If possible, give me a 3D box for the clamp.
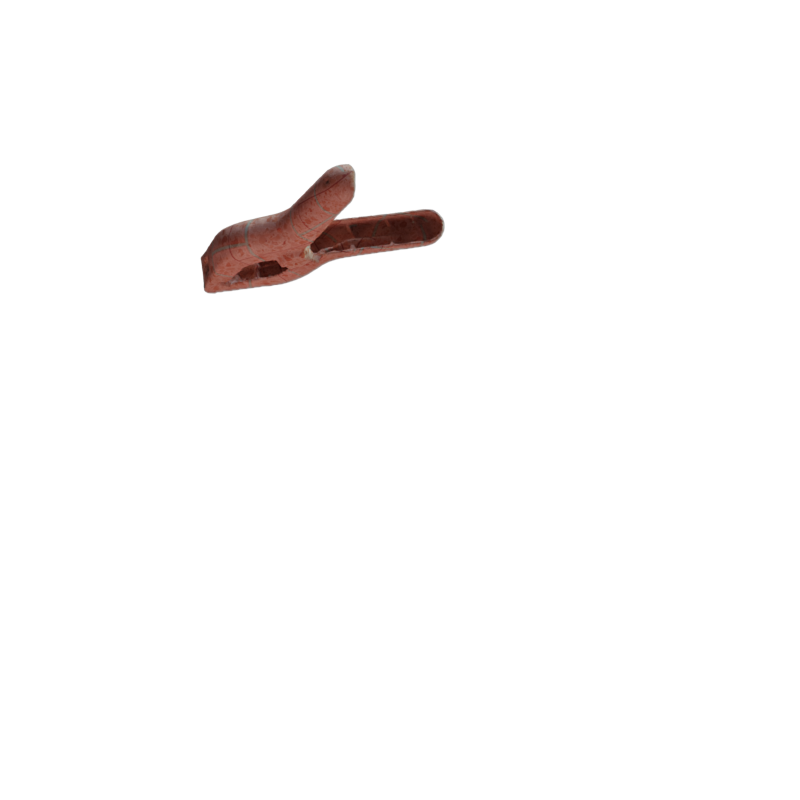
[{"bbox_3d":[-0.059,-0.107,0.749,0.174,0.041,0.113,-16,-24,40],"label":"clamp"}]
